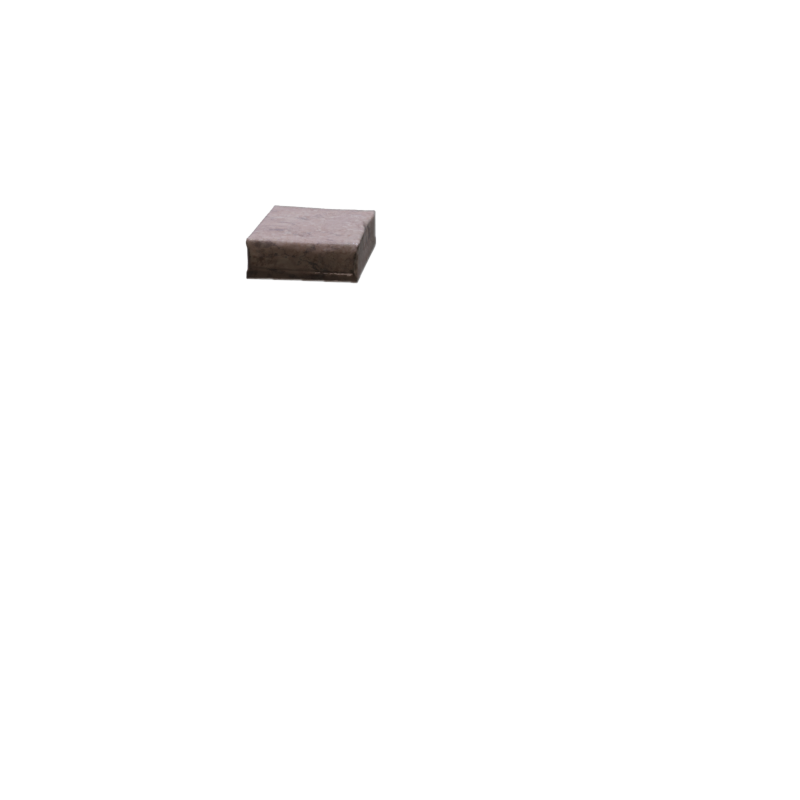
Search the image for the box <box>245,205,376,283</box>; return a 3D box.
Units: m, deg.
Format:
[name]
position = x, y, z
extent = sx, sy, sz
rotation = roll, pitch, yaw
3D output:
[box]
position = -0.058, -0.105, 0.736
extent = 0.074, 0.029, 0.092
rotation = 3, 23, 8
